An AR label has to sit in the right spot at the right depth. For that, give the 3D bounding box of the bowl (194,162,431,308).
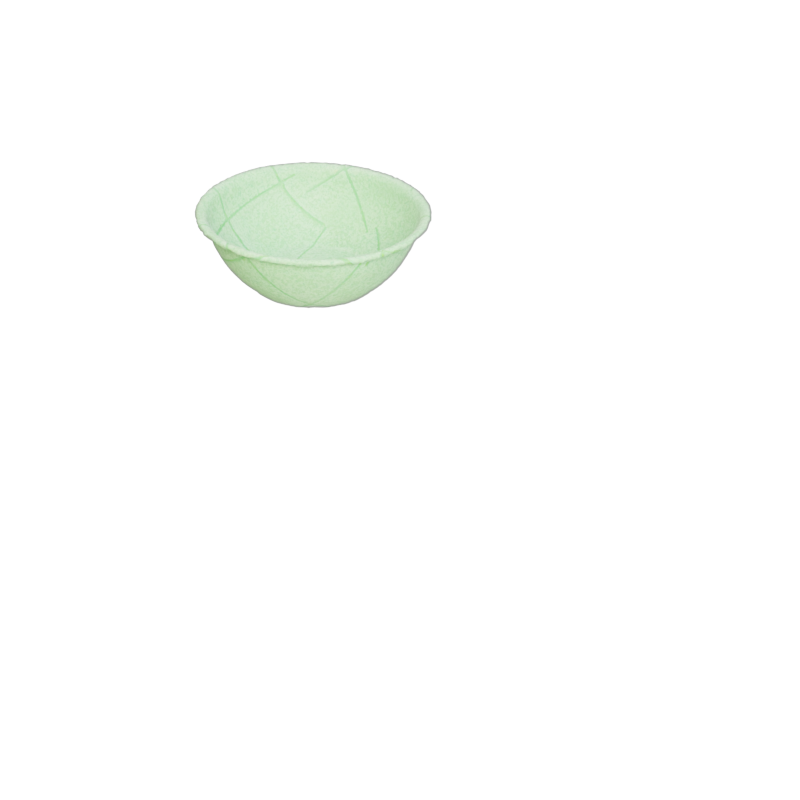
[{"bbox_3d":[-0.060,-0.110,0.770,0.162,0.052,0.173,-1,33,-2],"label":"bowl"}]
